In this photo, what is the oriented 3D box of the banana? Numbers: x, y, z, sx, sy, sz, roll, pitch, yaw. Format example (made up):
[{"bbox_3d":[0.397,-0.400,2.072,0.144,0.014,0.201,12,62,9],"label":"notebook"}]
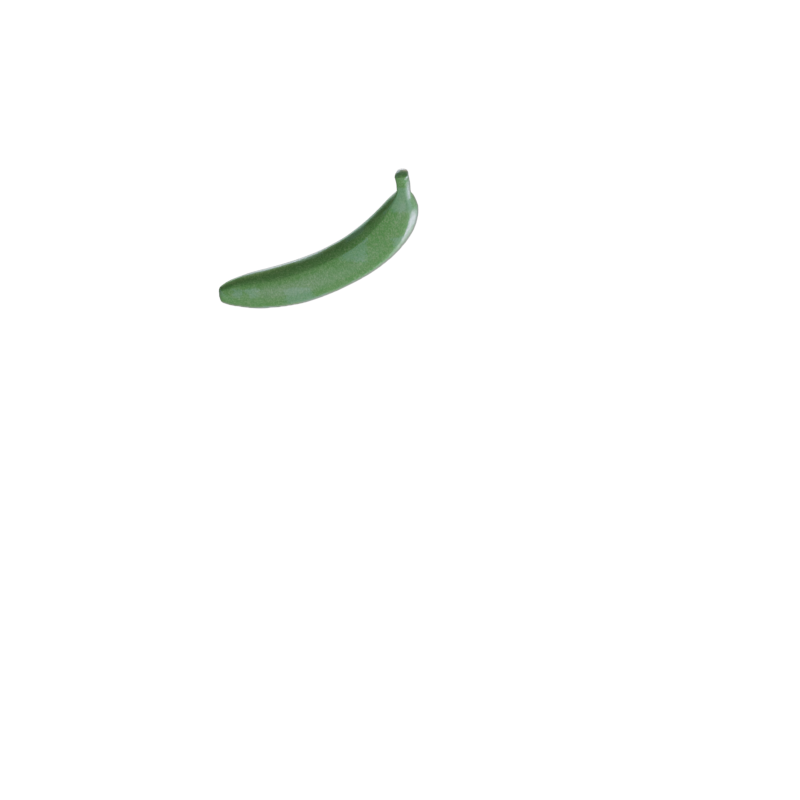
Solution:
[{"bbox_3d":[-0.056,-0.120,0.906,0.197,0.039,0.065,-31,-57,22],"label":"banana"}]
